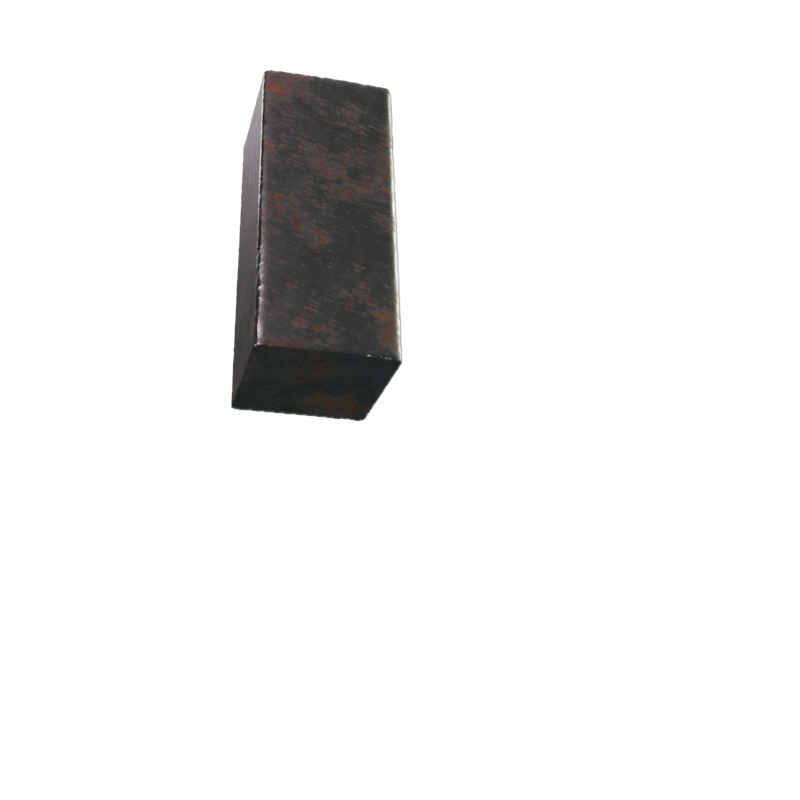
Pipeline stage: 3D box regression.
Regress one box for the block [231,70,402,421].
[{"bbox_3d":[-0.056,-0.103,0.722,0.088,0.220,0.087,6,-31,-14],"label":"block"}]
